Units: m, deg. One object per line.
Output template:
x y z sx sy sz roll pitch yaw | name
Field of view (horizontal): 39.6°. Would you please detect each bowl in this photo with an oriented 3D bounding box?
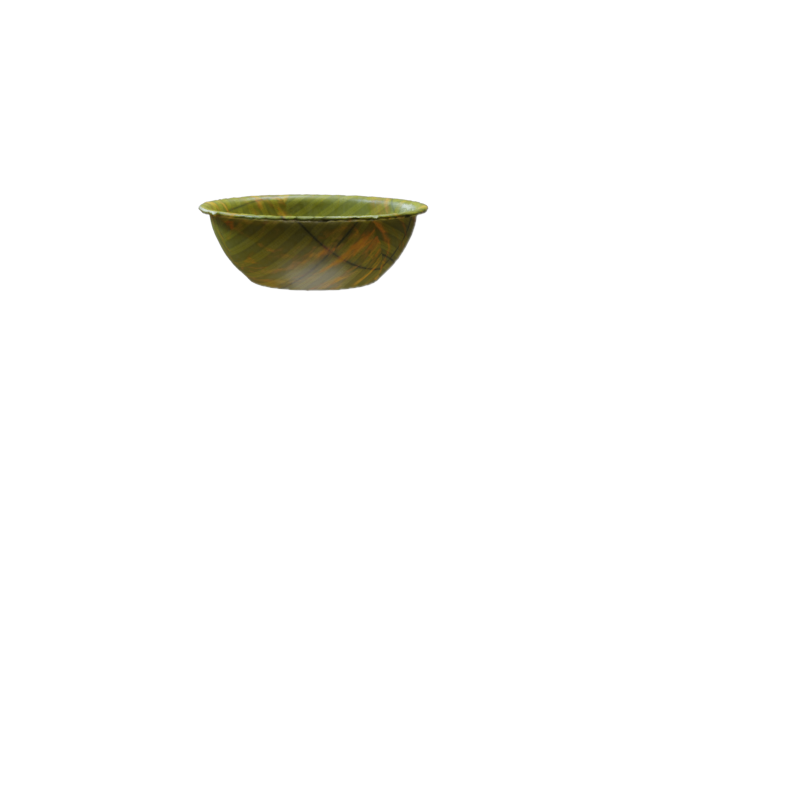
-0.062 -0.112 0.787 0.162 0.054 0.167 0 15 -2 | bowl
